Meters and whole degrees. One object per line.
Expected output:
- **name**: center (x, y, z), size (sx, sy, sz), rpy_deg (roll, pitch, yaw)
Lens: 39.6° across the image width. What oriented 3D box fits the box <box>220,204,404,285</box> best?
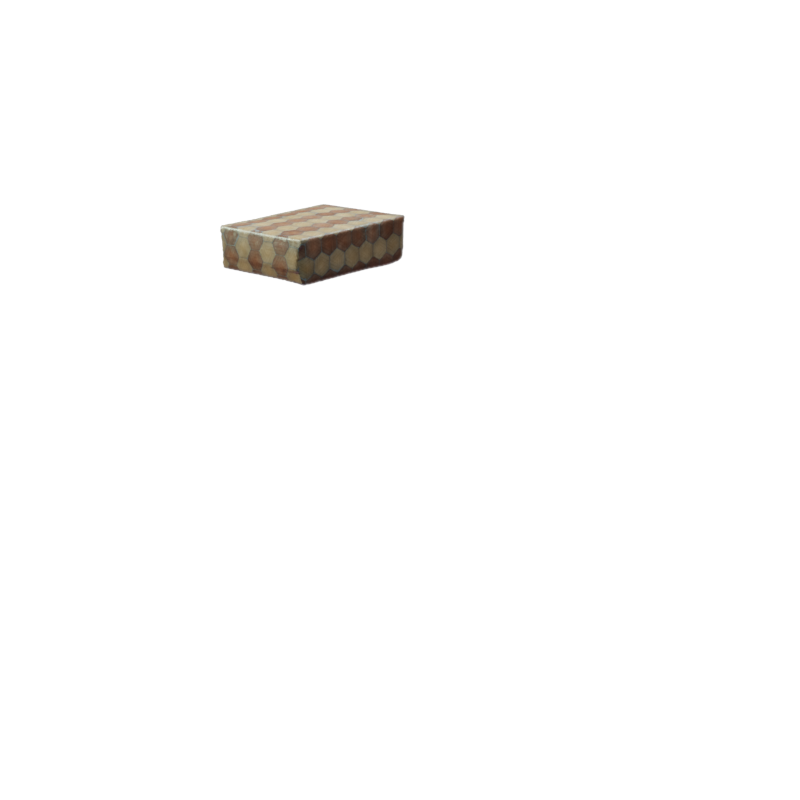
- **box**: center (-0.066, -0.120, 0.842), size (0.095, 0.038, 0.111), rpy_deg (16, 24, 41)
